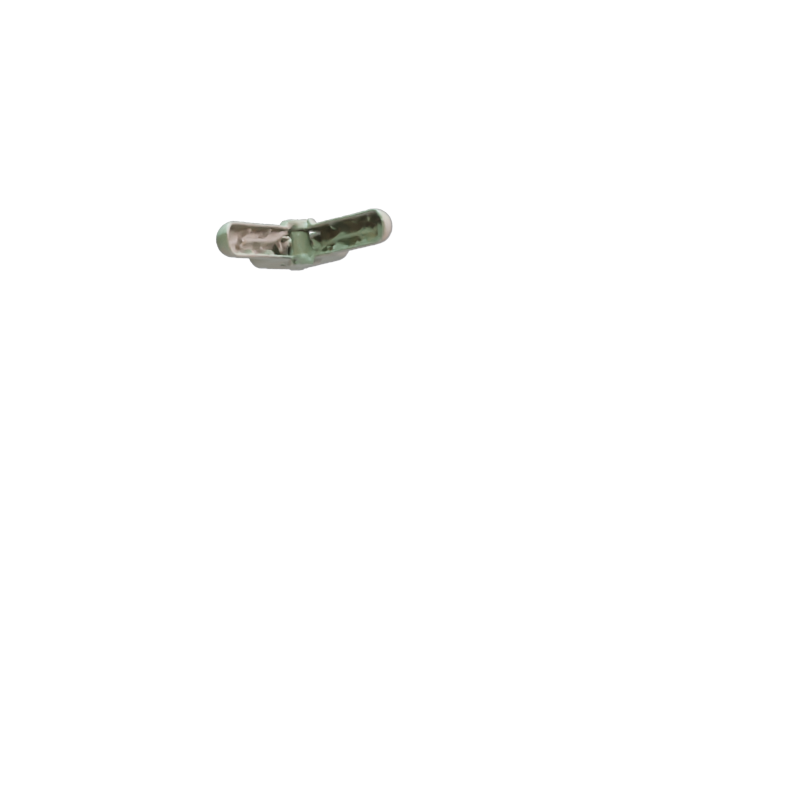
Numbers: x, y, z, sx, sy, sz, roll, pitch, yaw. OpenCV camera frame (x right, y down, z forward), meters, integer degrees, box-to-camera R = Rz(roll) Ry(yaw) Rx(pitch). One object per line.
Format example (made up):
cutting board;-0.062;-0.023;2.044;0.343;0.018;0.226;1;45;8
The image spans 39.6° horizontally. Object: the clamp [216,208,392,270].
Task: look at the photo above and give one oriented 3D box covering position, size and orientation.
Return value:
clamp;-0.065;-0.118;0.826;0.121;0.039;0.171;0;5;2
